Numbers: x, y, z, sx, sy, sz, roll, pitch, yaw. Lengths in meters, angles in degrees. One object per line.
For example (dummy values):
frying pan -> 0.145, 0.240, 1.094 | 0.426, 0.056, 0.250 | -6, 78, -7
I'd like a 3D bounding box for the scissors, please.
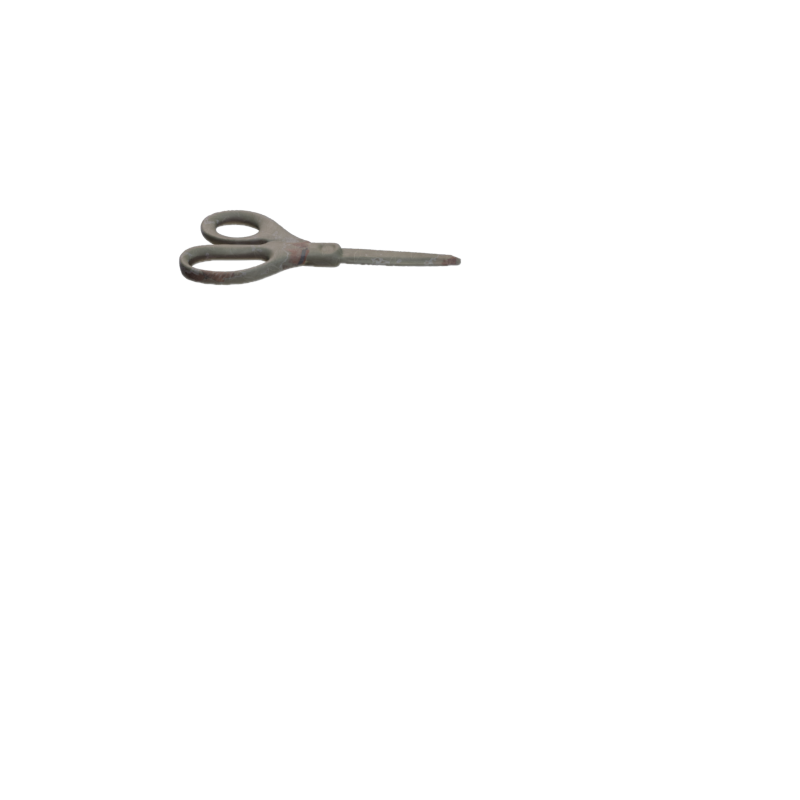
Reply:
scissors -> -0.065, -0.118, 0.828 | 0.200, 0.015, 0.104 | -7, 39, -9
